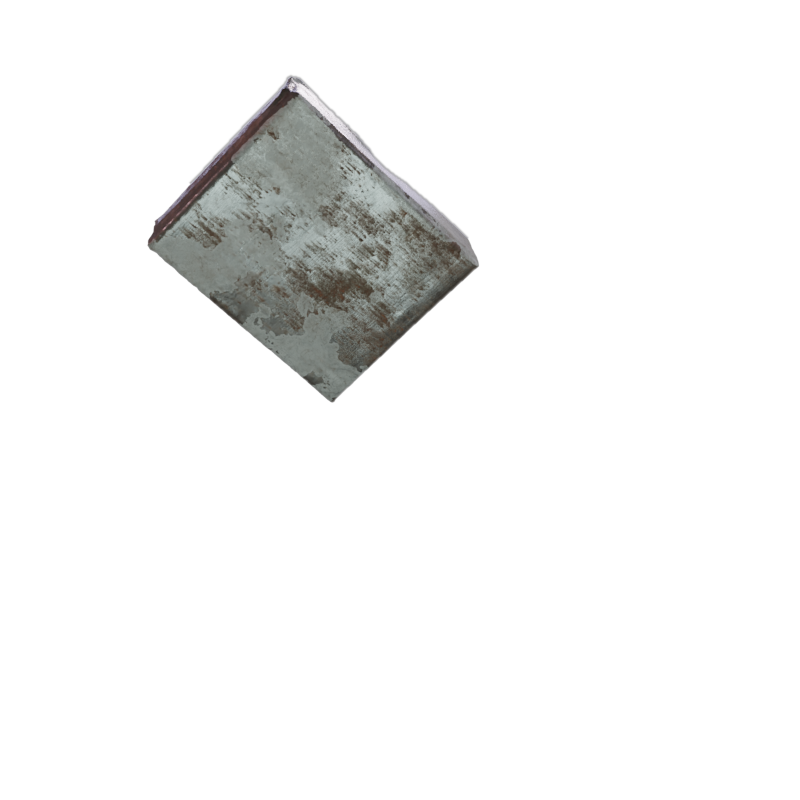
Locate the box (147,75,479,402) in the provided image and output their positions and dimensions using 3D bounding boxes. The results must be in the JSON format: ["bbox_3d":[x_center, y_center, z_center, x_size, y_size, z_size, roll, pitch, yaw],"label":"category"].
[{"bbox_3d":[-0.030,-0.055,0.384,0.086,0.072,0.032,42,15,-14],"label":"box"}]
